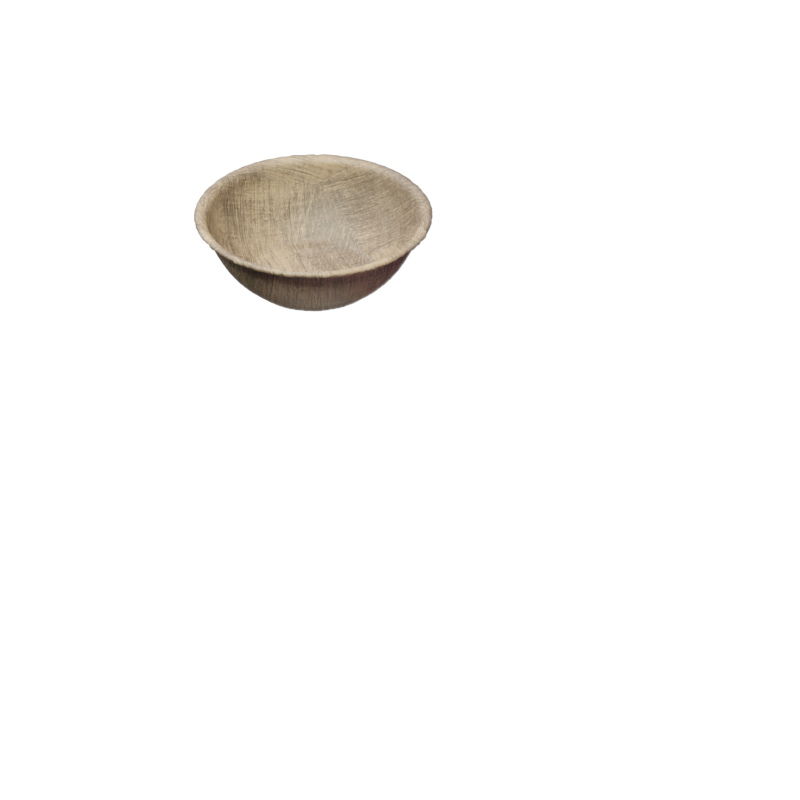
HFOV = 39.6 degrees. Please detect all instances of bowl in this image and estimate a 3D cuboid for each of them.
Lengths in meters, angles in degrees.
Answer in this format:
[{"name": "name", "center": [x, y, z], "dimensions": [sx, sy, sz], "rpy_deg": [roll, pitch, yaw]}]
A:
[{"name": "bowl", "center": [-0.060, -0.110, 0.767], "dimensions": [0.162, 0.051, 0.173], "rpy_deg": [-1, 37, -2]}]
